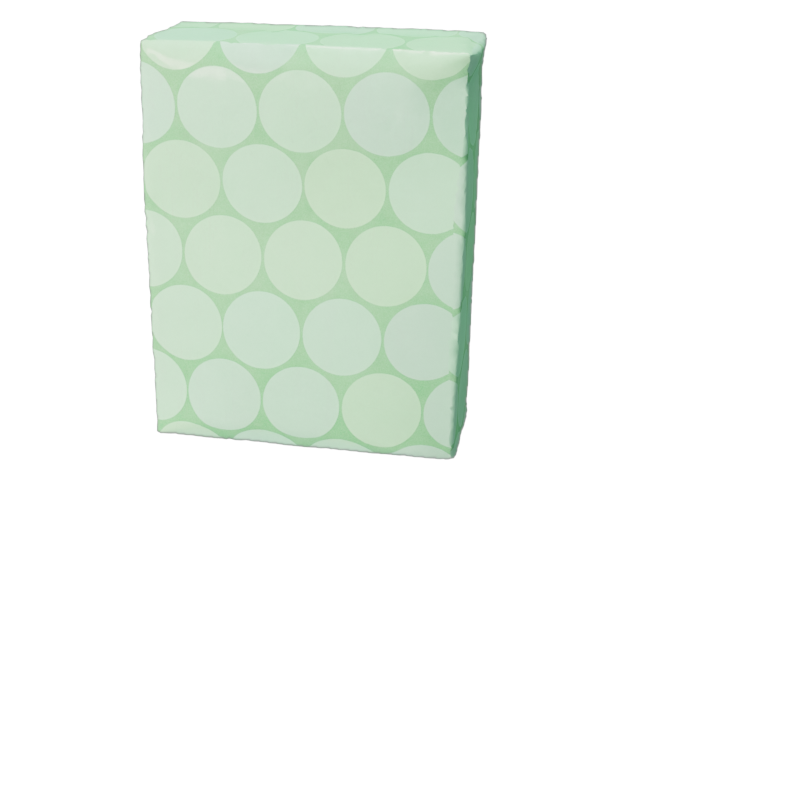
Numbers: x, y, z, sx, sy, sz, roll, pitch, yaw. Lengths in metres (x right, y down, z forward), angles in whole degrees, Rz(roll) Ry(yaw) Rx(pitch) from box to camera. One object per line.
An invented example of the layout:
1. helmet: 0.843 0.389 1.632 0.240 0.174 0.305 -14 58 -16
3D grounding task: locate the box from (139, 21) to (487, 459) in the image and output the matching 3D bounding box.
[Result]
1. box: -0.045 -0.082 0.573 0.167 0.204 0.074 6 21 11
